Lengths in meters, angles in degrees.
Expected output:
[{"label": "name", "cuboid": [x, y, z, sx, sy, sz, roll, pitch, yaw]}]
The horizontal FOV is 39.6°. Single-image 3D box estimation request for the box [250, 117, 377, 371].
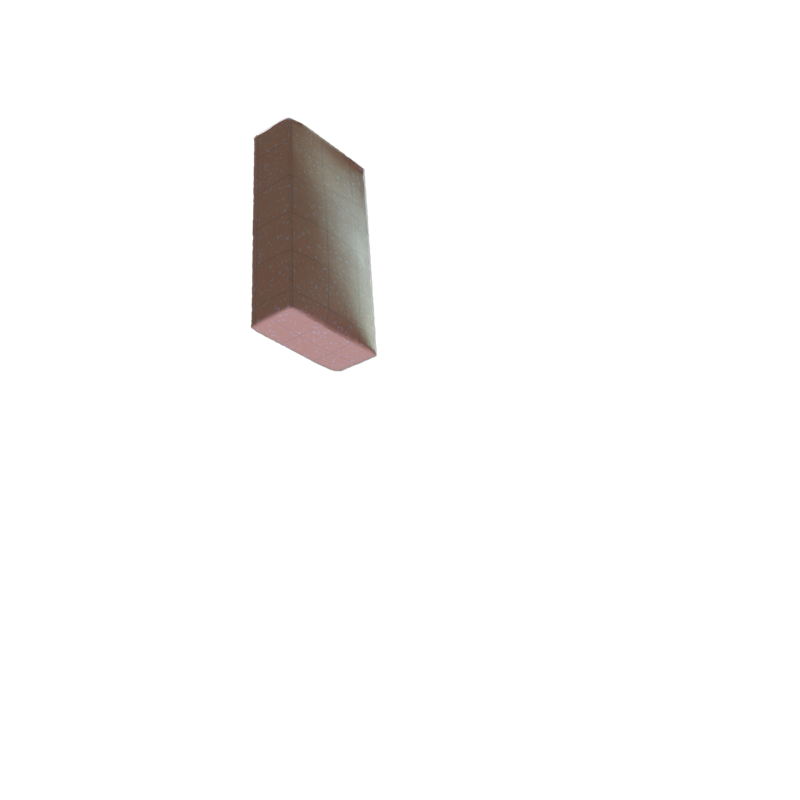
[{"label": "box", "cuboid": [-0.064, -0.117, 0.821, 0.048, 0.188, 0.087, -26, -39, 33]}]
